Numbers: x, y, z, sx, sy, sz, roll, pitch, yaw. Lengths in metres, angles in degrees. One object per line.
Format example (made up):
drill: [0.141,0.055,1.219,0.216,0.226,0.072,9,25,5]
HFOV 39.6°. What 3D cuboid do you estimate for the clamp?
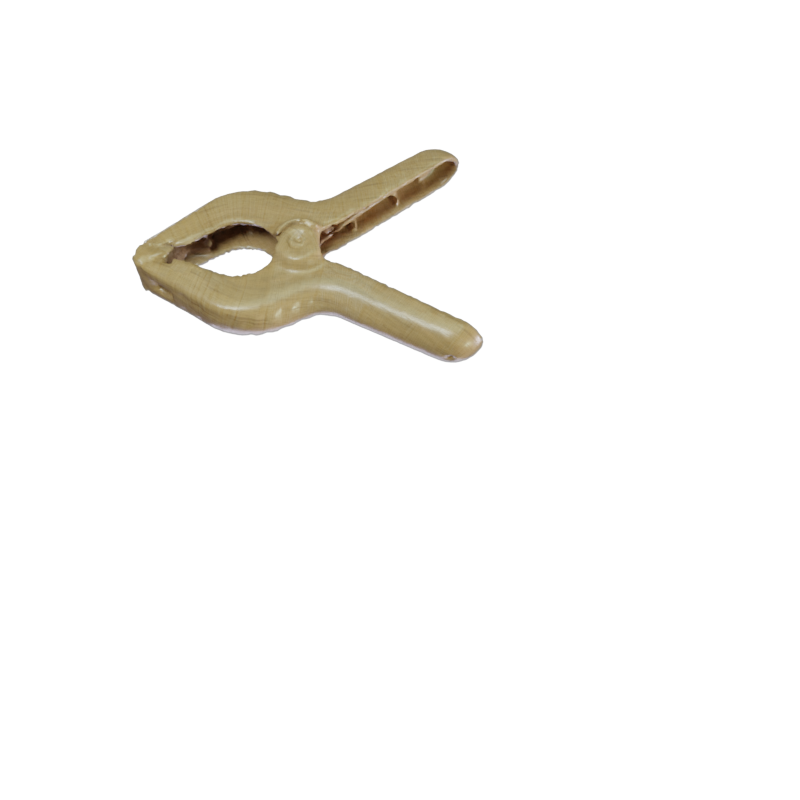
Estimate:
clamp: [-0.043,-0.079,0.555,0.172,0.128,0.037,5,-37,4]
